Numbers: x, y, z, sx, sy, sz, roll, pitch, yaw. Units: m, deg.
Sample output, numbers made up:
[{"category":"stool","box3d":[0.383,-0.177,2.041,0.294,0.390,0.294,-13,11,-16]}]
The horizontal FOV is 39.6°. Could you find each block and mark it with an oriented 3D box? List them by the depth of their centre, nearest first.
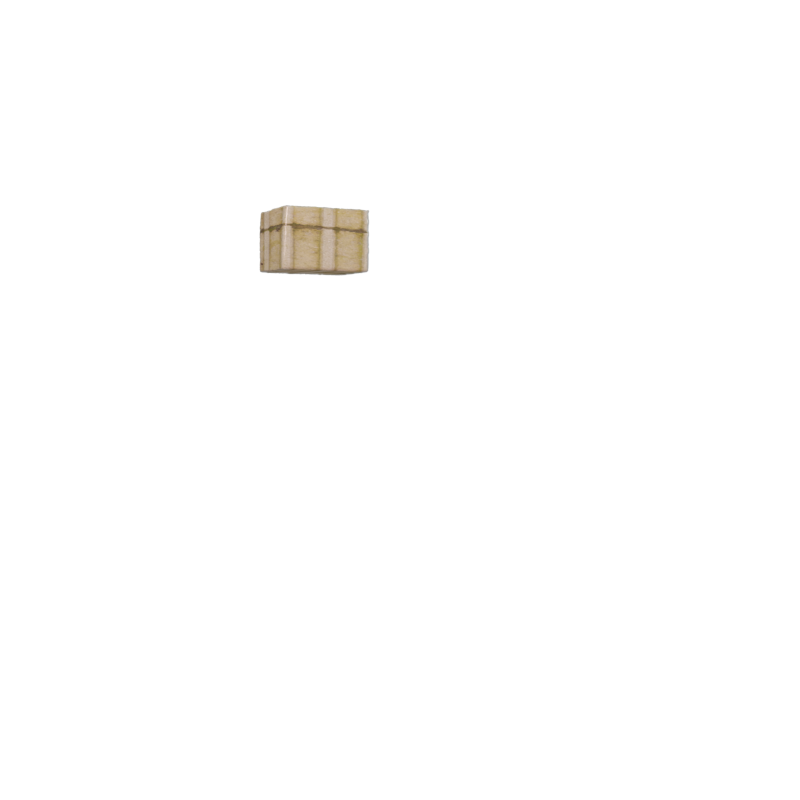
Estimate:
[{"category":"block","box3d":[-0.071,-0.130,0.910,0.075,0.052,0.054,0,-1,-28]}]
